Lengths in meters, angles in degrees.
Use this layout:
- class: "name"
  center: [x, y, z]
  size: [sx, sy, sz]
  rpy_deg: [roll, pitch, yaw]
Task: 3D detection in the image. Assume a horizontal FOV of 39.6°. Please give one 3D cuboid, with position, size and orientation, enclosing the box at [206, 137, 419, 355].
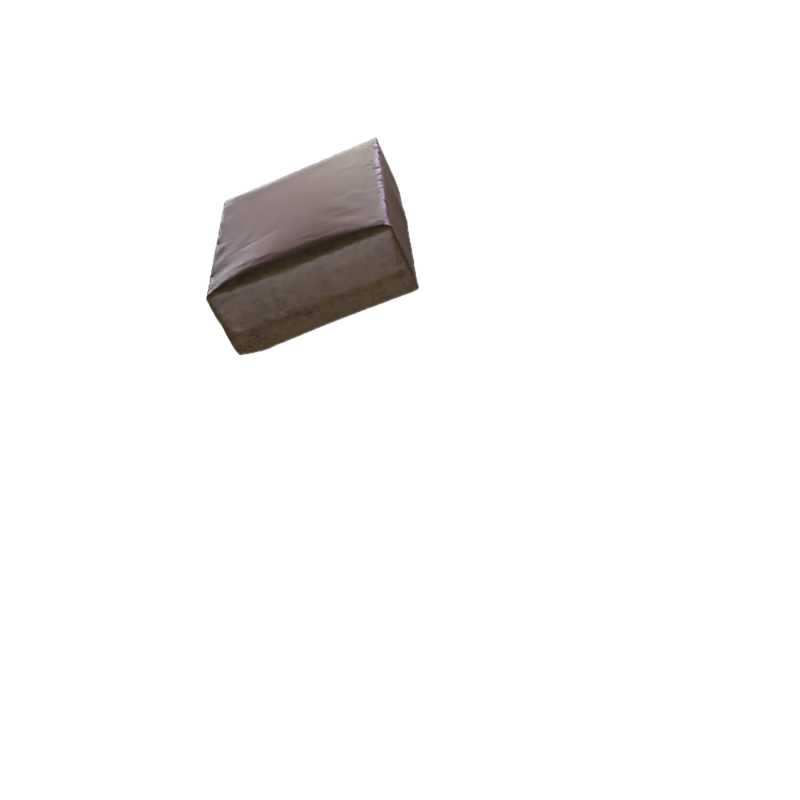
- class: "box"
  center: [-0.077, -0.141, 0.985]
  size: [0.164, 0.067, 0.227]
  rpy_deg: [-21, 29, 8]
